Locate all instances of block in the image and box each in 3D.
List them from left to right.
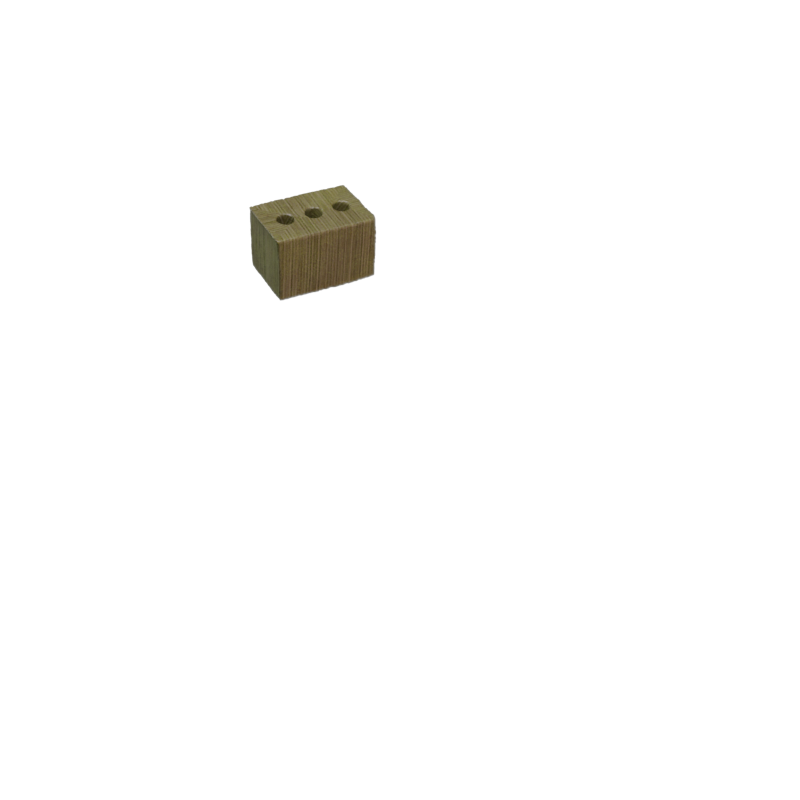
[{"bbox_3d":[-0.062,-0.114,0.796,0.077,0.048,0.057,-17,41,-22],"label":"block"}]
